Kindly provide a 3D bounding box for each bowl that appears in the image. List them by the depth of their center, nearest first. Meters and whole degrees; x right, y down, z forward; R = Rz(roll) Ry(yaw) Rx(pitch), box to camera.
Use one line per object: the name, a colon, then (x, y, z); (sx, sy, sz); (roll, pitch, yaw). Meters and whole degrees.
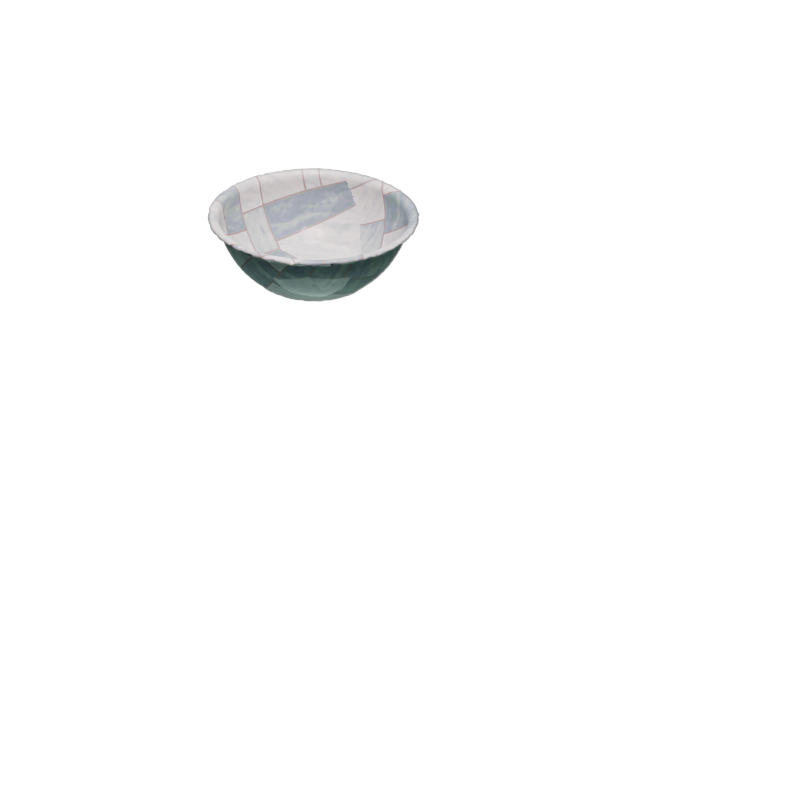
bowl: (-0.068, -0.123, 0.862); (0.162, 0.052, 0.173); (-1, 34, -2)
